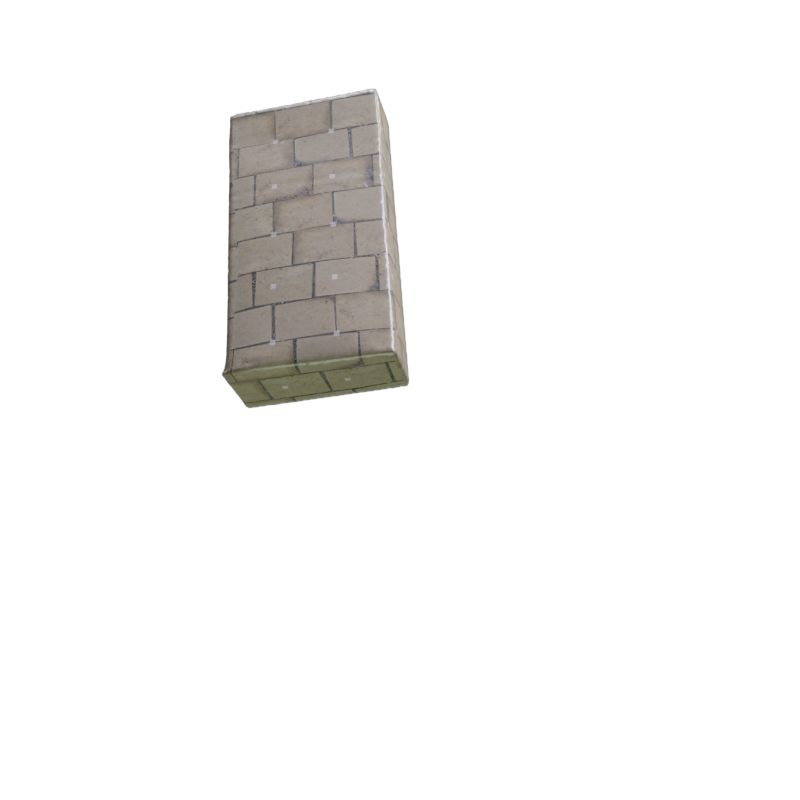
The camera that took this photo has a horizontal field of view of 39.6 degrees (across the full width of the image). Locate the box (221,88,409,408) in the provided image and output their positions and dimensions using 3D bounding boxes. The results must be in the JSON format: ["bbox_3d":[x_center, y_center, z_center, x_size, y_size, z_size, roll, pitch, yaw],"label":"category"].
[{"bbox_3d":[-0.048,-0.088,0.621,0.094,0.188,0.044,-9,-34,10],"label":"box"}]
